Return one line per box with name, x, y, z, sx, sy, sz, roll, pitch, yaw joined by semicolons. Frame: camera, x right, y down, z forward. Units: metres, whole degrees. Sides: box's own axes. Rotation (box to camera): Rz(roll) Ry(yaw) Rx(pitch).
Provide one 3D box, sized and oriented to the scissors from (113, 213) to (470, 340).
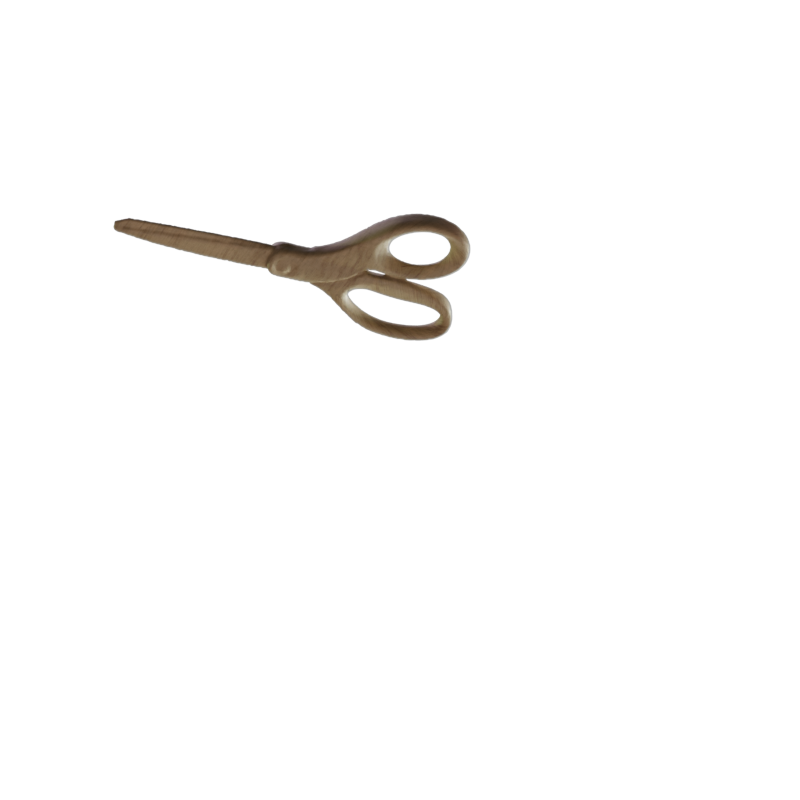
scissors;-0.048;-0.088;0.618;0.194;0.017;0.093;23;-52;-20
